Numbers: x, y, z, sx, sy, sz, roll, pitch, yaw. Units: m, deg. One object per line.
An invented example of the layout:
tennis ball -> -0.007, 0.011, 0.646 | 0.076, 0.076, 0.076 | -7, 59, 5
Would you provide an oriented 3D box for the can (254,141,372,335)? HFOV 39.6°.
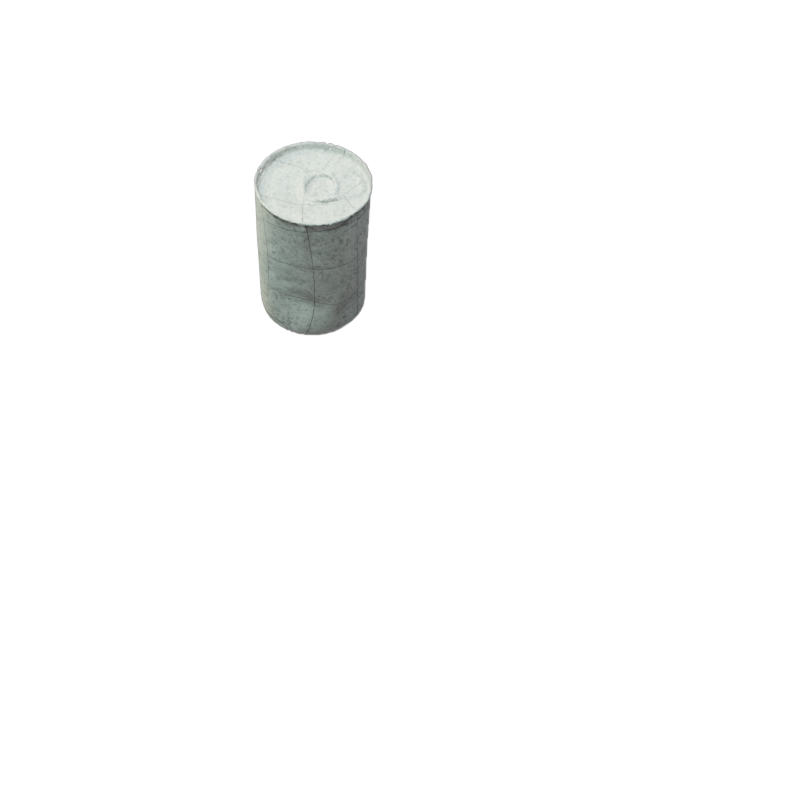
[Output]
can -> -0.052, -0.095, 0.668 | 0.068, 0.073, 0.095 | 0, -39, -3
